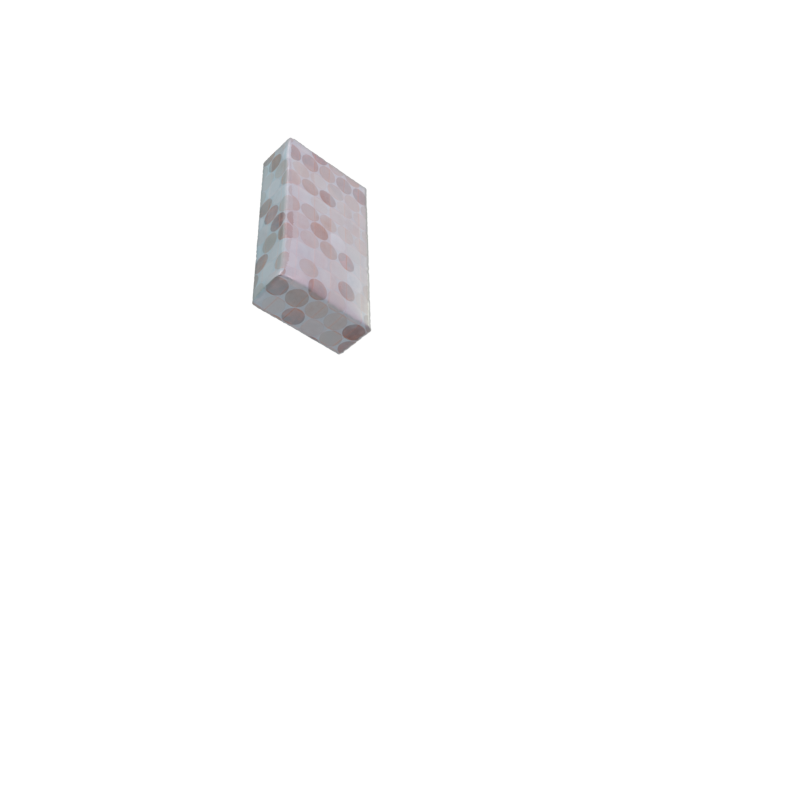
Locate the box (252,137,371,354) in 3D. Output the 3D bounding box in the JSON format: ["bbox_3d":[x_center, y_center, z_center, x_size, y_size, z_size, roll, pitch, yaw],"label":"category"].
[{"bbox_3d":[-0.072,-0.131,0.923,0.088,0.189,0.047,30,-55,-29],"label":"box"}]
